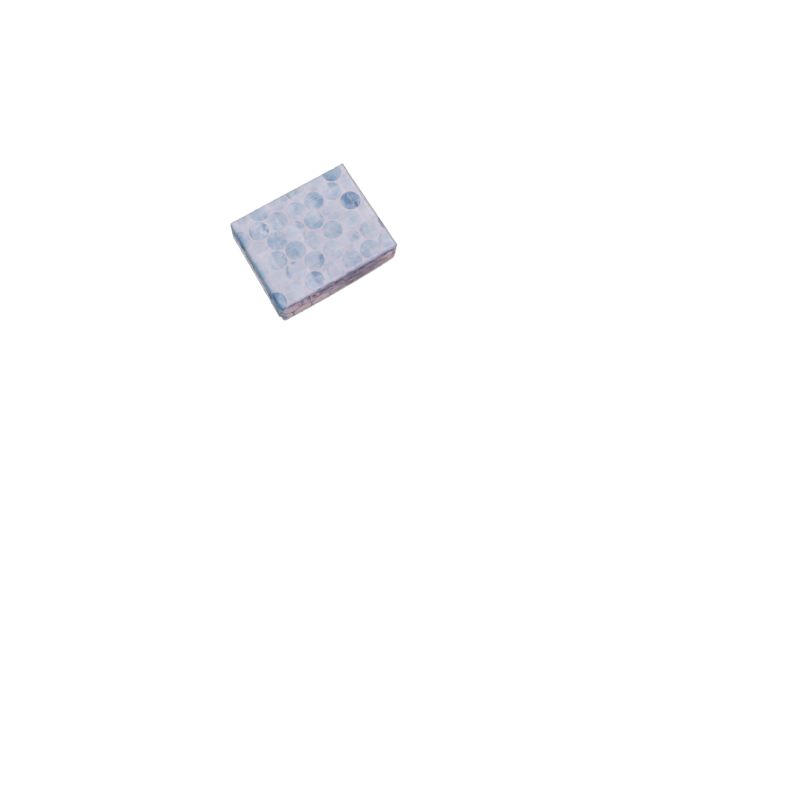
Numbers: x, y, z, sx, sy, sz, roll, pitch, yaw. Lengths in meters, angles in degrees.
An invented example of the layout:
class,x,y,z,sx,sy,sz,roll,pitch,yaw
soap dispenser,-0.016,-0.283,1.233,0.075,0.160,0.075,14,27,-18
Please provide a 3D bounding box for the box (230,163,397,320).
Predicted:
class,x,y,z,sx,sy,sz,roll,pitch,yaw
box,-0.073,-0.133,0.933,0.113,0.094,0.037,-29,-18,-11
